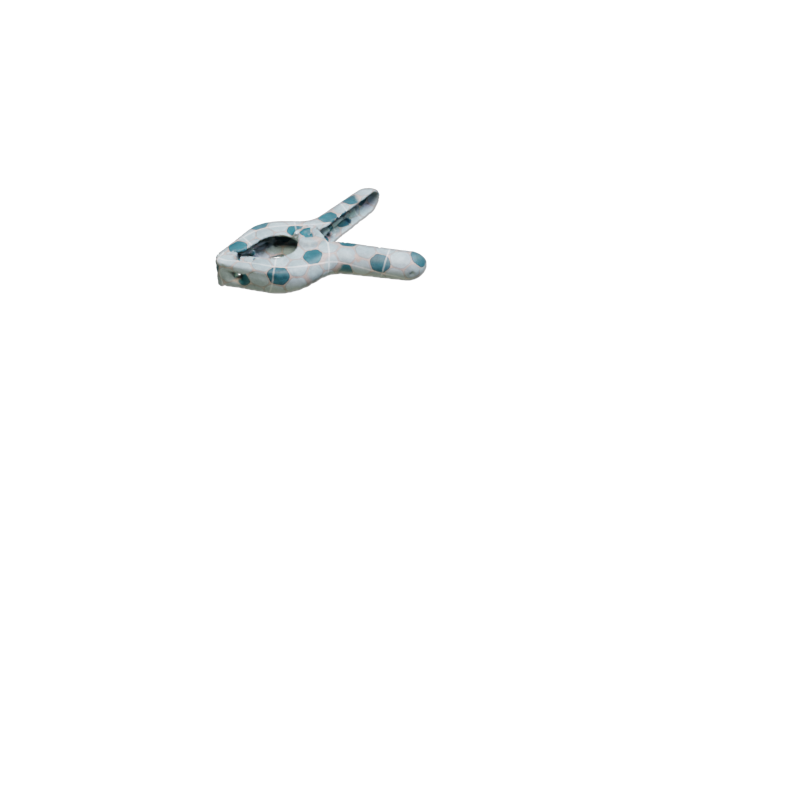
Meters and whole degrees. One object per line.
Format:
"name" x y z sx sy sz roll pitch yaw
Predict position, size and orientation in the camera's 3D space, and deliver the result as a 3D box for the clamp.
"clamp" -0.074 -0.135 0.944 0.170 0.037 0.129 -7 37 -9
